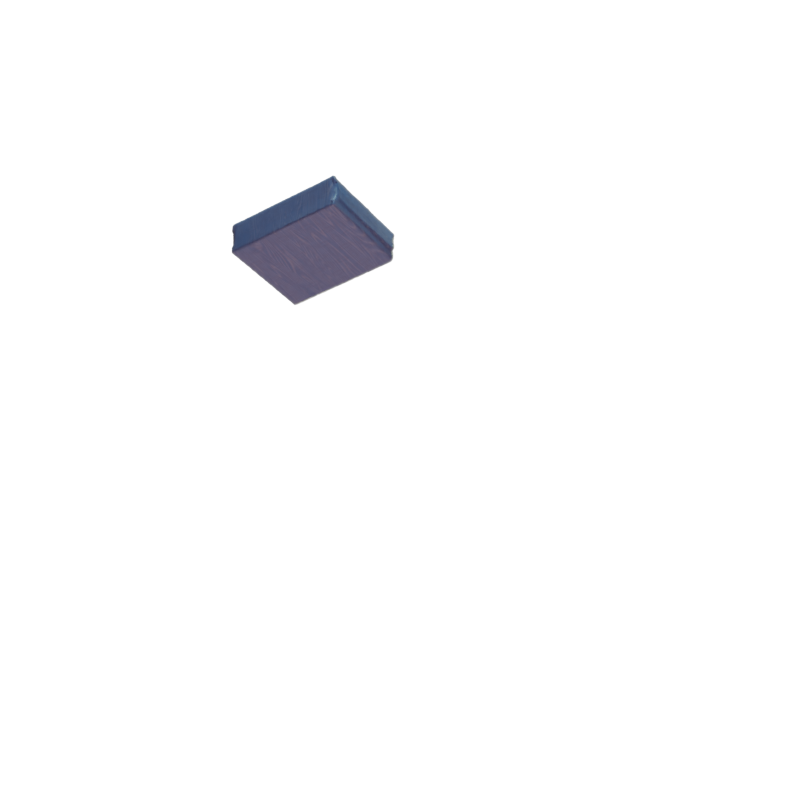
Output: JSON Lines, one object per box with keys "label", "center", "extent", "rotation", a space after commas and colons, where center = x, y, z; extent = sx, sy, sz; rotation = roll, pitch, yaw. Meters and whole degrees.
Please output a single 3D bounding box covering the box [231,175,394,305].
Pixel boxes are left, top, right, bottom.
{"label": "box", "center": [-0.060, -0.110, 0.768], "extent": [0.090, 0.032, 0.068], "rotation": [-22, -42, 27]}
